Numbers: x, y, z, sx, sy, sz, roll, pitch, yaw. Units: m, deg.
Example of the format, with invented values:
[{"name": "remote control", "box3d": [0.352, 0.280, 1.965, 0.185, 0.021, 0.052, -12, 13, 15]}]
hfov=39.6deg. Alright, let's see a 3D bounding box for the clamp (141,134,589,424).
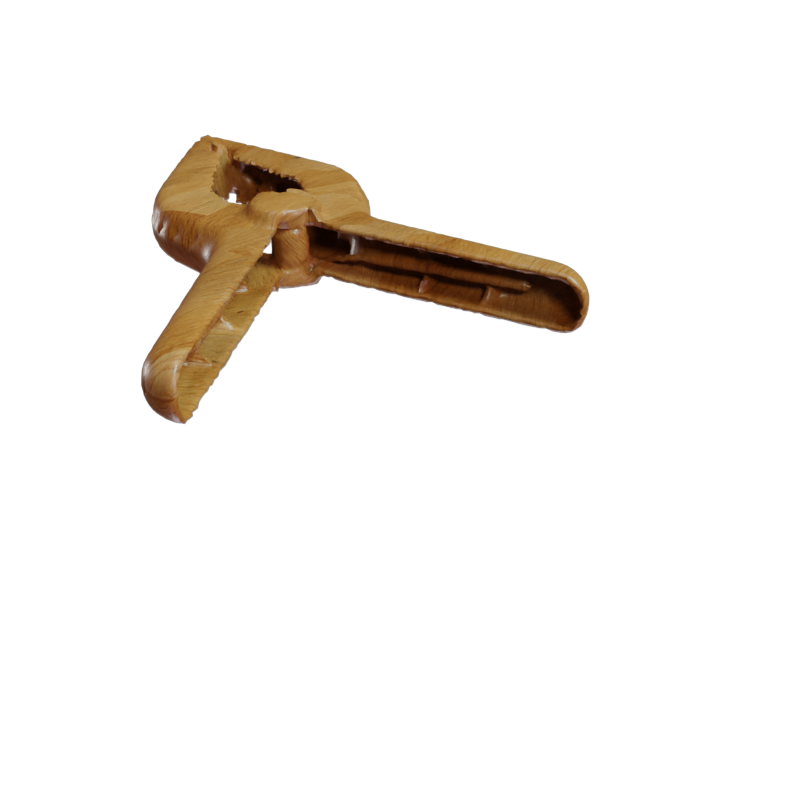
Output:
[{"name": "clamp", "box3d": [-0.036, -0.065, 0.454, 0.162, 0.034, 0.226, -9, 32, -15]}]
